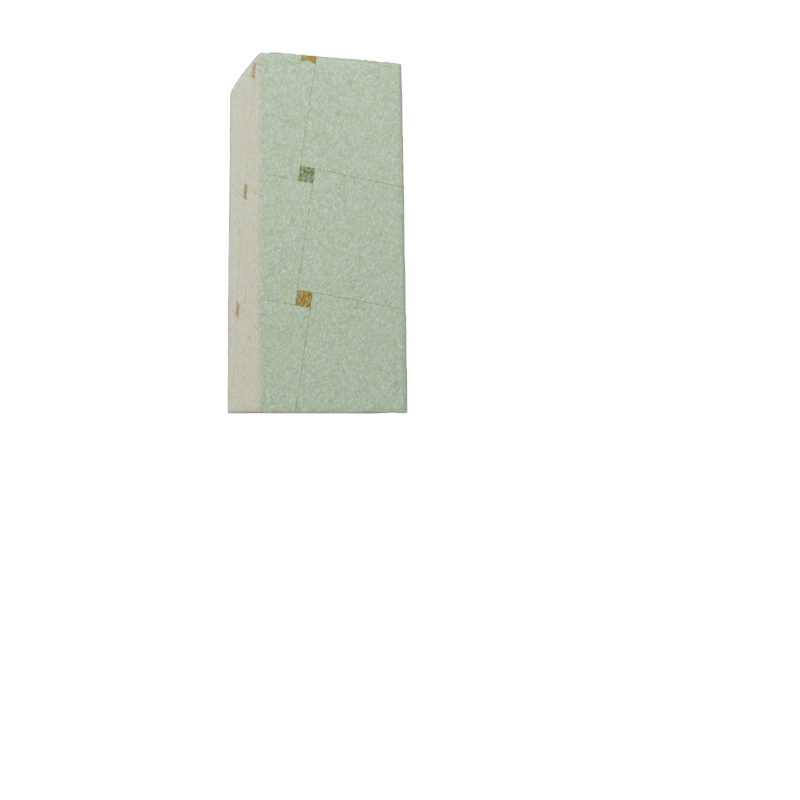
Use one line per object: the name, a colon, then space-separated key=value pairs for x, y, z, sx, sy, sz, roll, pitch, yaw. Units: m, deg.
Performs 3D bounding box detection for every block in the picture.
block: x=-0.053 y=-0.096 z=0.674 sx=0.088 sy=0.211 sz=0.090 roll=2 pitch=-8 yaw=-18
